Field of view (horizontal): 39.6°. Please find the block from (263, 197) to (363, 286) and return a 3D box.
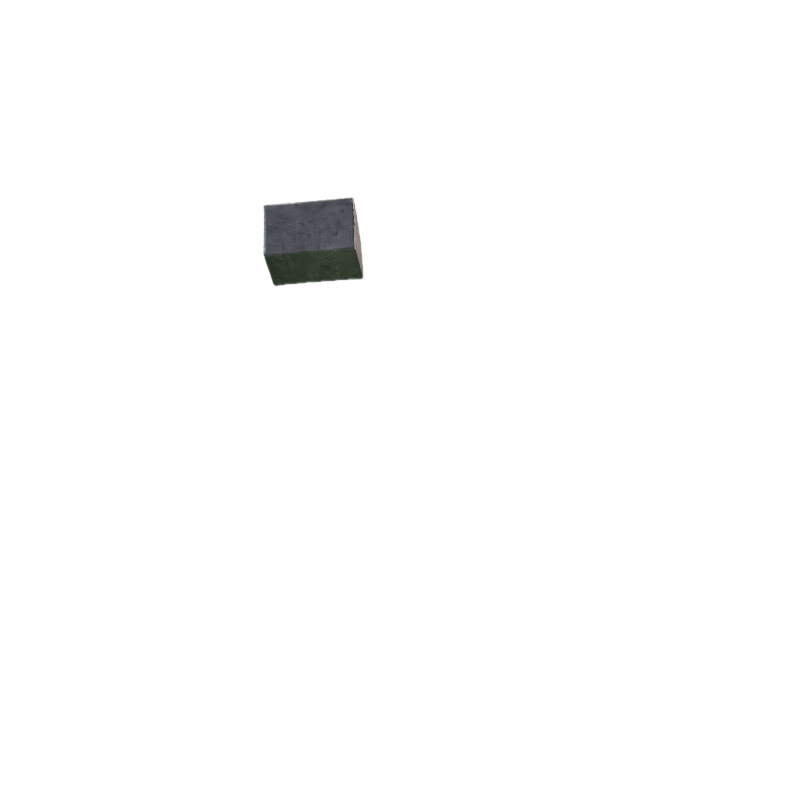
[{"bbox_3d":[-0.072,-0.132,0.926,0.078,0.054,0.049,-4,-28,5],"label":"block"}]
